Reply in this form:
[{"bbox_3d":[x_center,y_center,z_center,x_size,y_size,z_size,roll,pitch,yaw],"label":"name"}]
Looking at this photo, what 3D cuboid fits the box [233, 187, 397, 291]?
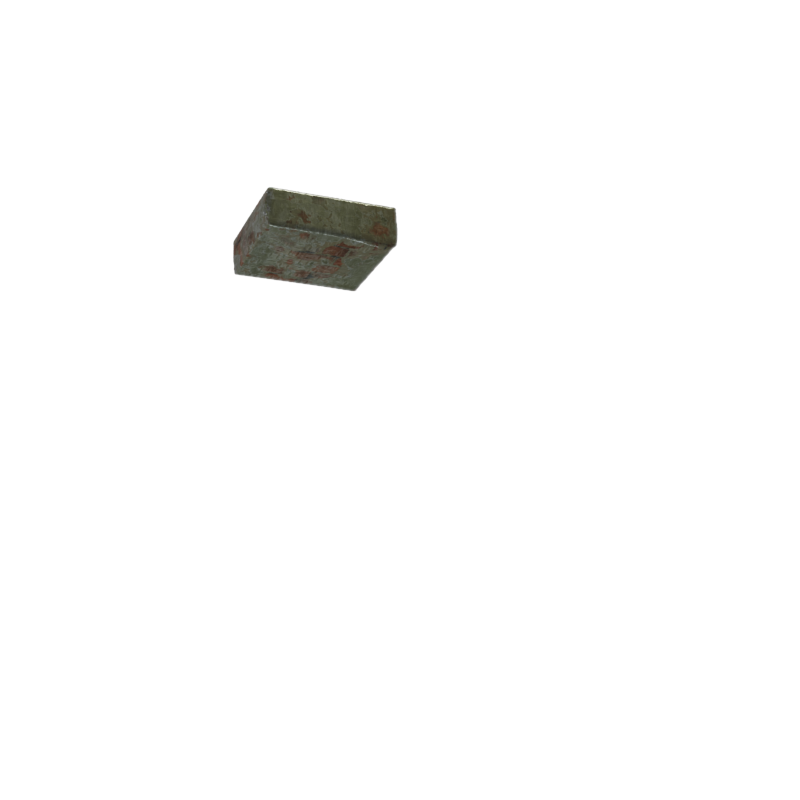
[{"bbox_3d":[-0.071,-0.129,0.903,0.110,0.041,0.088,9,-25,-21],"label":"box"}]
